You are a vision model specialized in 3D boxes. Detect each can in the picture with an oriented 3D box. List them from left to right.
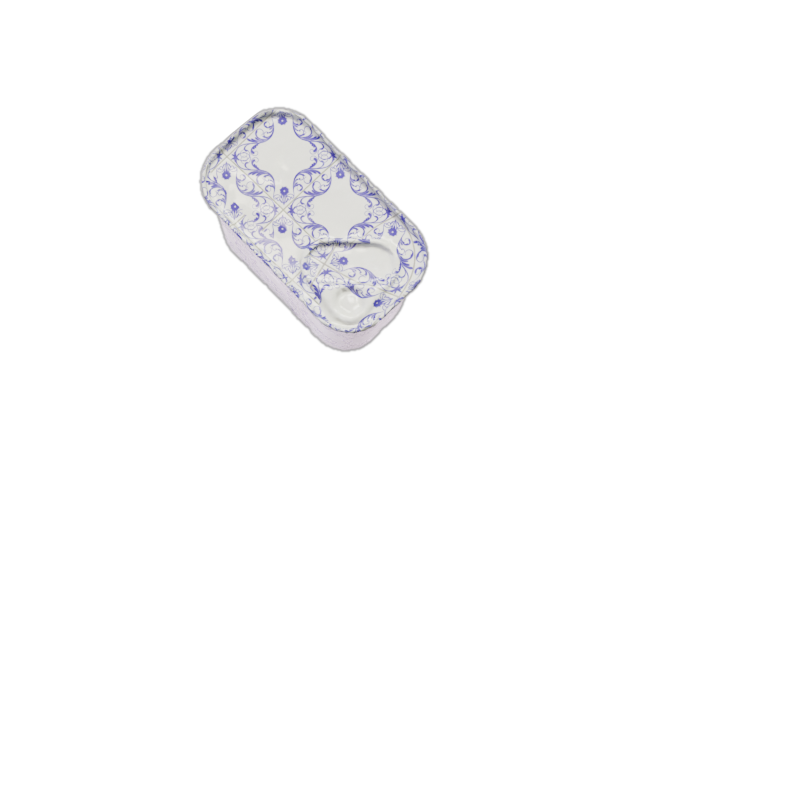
[{"bbox_3d":[-0.039,-0.072,0.505,0.058,0.104,0.081,-43,-7,-8],"label":"can"}]
